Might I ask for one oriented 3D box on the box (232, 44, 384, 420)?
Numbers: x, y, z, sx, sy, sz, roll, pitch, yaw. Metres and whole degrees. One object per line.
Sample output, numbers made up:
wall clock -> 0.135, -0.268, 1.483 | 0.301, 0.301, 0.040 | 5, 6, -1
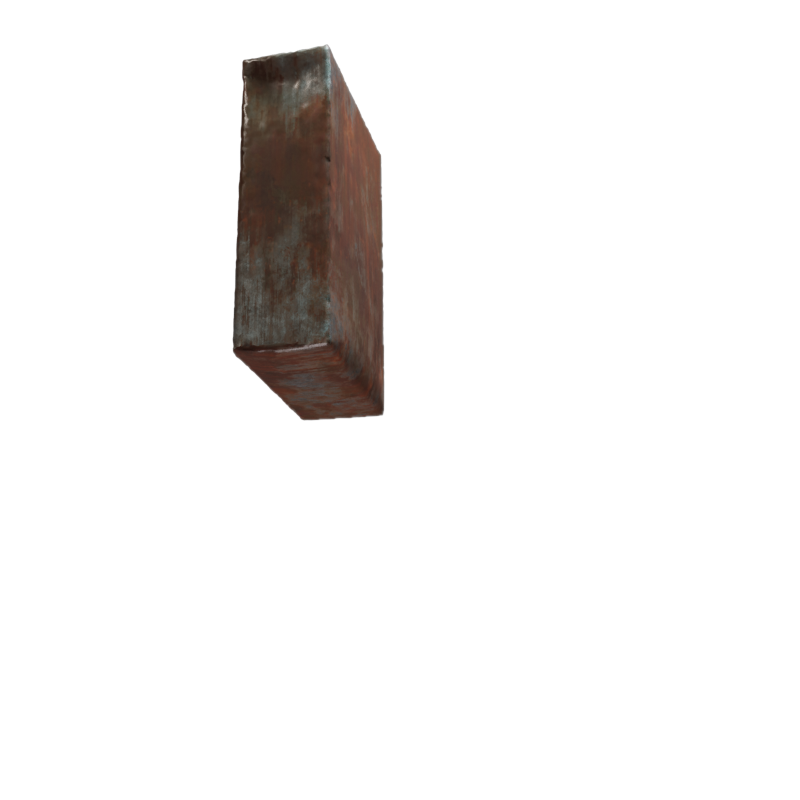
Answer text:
box -> -0.060, -0.110, 0.771 | 0.073, 0.225, 0.154 | -6, -21, 11
